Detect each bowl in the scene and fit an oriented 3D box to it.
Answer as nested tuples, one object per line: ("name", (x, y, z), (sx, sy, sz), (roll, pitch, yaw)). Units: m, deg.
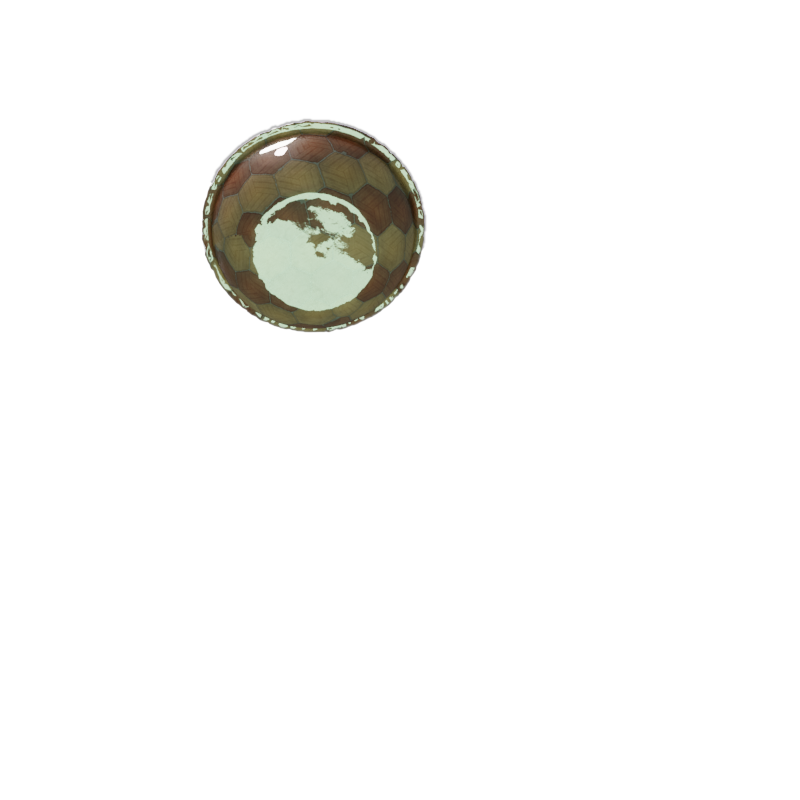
("bowl", (-0.061, -0.111, 0.777), (0.162, 0.155, 0.058), (1, 21, -1))
